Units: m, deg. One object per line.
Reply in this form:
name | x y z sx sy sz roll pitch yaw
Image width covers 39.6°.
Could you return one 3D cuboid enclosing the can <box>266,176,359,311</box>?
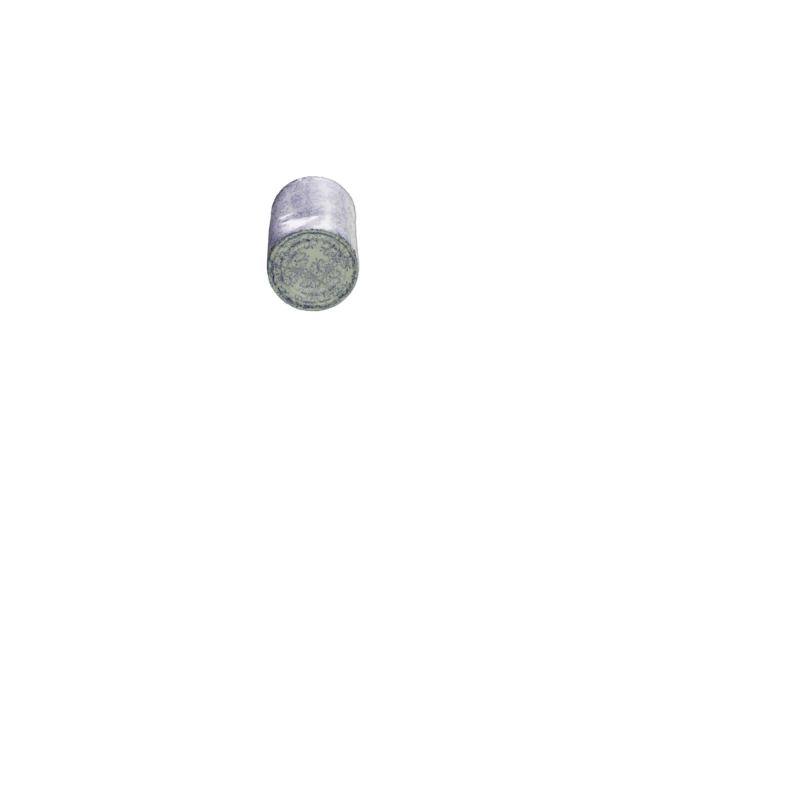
can | -0.065 -0.119 0.831 0.068 0.065 0.108 0 29 -3
